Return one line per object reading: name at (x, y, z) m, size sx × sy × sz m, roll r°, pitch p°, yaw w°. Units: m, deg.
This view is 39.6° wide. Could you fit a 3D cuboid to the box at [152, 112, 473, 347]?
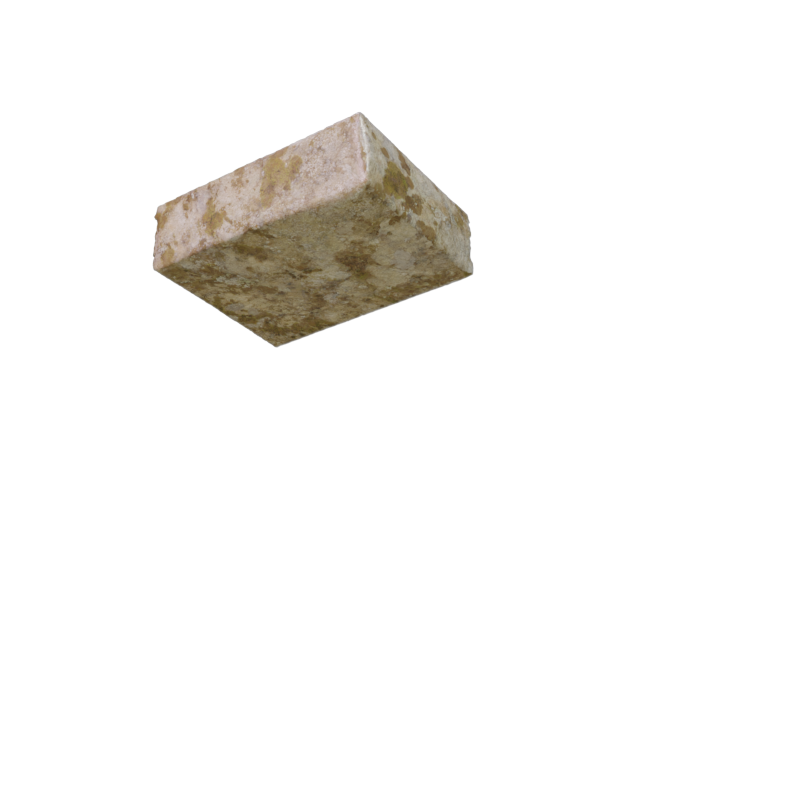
box at (-0.038, -0.070, 0.488) m, size 0.115 × 0.041 × 0.083 m, roll -16°, pitch -31°, yaw 29°
